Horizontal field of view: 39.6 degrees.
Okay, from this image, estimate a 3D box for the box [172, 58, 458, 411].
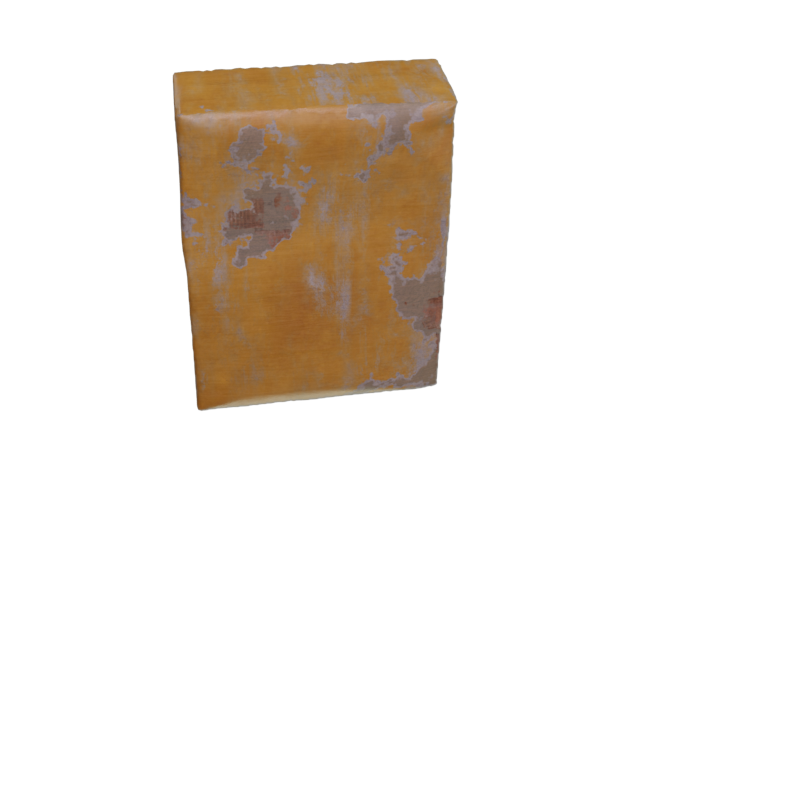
[{"bbox_3d":[-0.055,-0.100,0.699,0.163,0.200,0.077,-4,36,-8],"label":"box"}]
